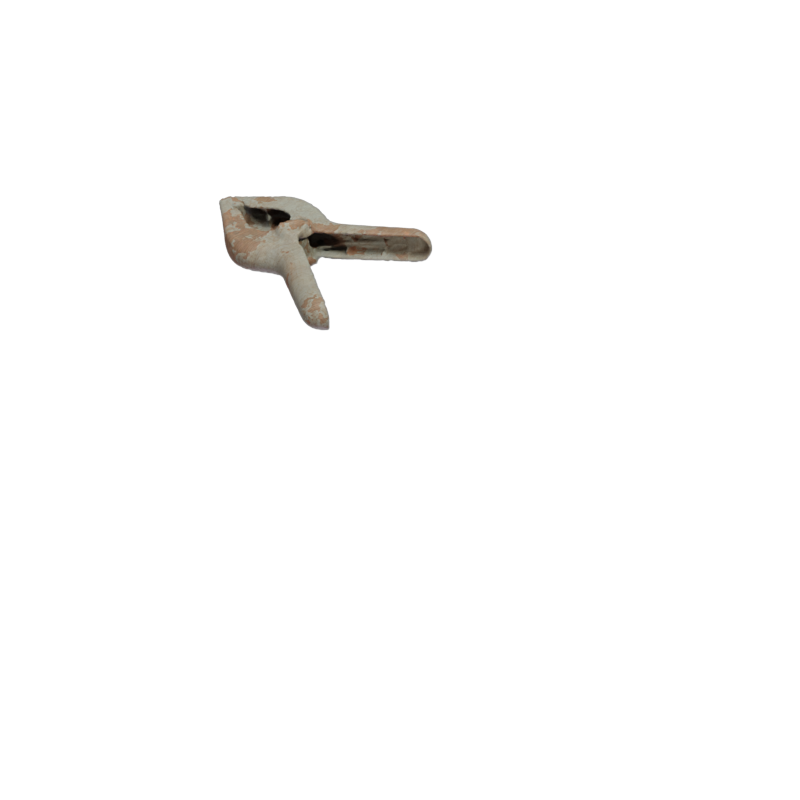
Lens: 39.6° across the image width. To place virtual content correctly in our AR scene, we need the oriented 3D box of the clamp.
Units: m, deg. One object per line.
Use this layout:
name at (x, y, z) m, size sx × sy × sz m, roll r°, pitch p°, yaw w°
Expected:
clamp at (-0.064, -0.117, 0.822) m, size 0.119 × 0.037 × 0.184 m, roll -25°, pitch 44°, yaw -29°
